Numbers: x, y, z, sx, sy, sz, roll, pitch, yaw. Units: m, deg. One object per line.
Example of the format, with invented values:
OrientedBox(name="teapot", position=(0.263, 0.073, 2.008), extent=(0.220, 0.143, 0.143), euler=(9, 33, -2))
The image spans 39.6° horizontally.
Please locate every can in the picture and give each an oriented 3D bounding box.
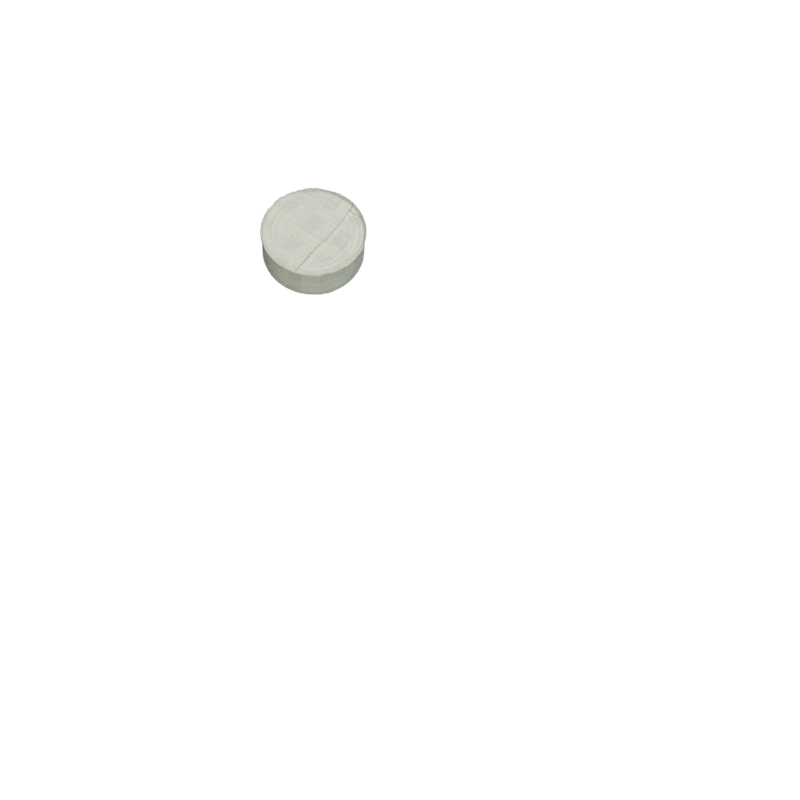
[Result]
OrientedBox(name="can", position=(-0.071, -0.130, 0.907), extent=(0.086, 0.092, 0.031), euler=(-1, -31, -1))
